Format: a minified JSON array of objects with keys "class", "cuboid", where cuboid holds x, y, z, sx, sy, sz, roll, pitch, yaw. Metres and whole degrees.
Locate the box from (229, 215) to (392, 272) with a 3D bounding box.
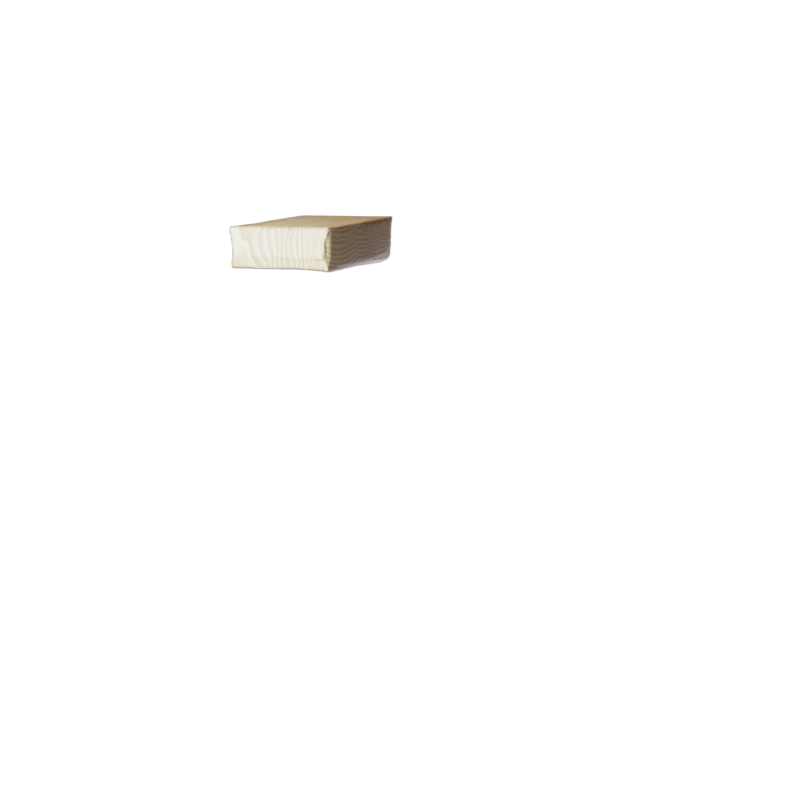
[{"class":"box","cuboid":[-0.070,-0.127,0.892,0.093,0.038,0.111,6,13,27]}]
